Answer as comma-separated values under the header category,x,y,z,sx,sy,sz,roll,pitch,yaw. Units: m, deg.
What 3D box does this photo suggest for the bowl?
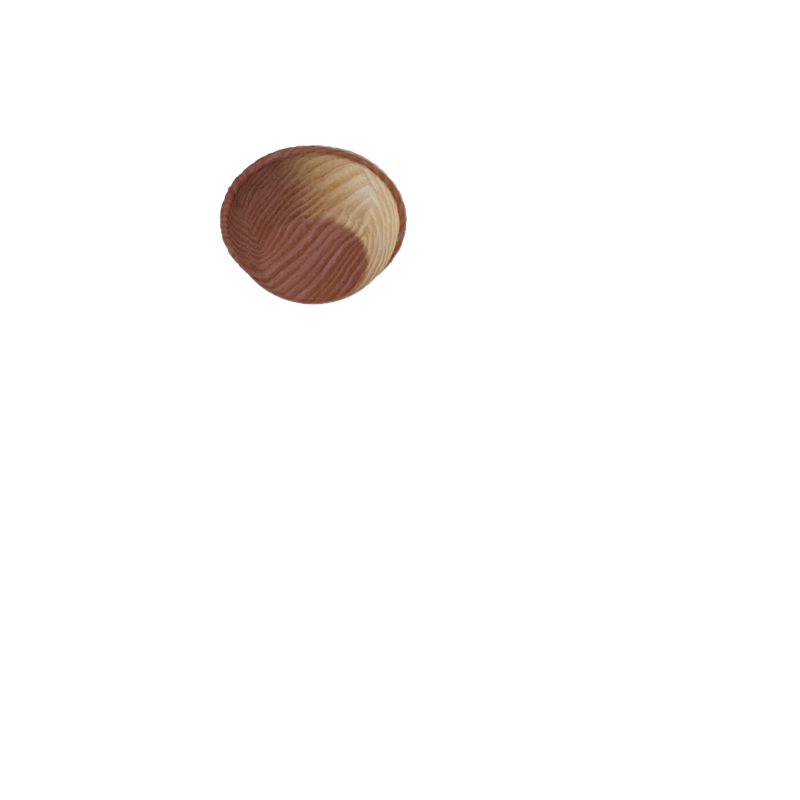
category,x,y,z,sx,sy,sz,roll,pitch,yaw
bowl,-0.073,-0.134,0.939,0.162,0.151,0.059,1,41,-1
